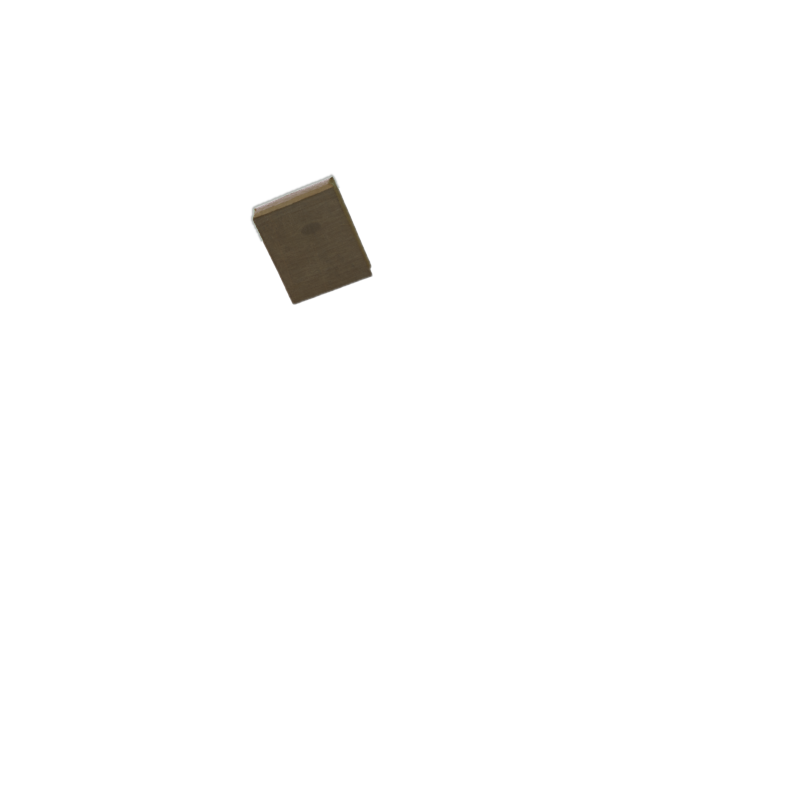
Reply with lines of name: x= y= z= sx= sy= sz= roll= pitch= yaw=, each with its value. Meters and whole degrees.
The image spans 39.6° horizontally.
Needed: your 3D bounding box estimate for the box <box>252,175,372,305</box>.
box: x=-0.072 y=-0.132 z=0.923 sx=0.073 sy=0.084 sz=0.032 roll=-21 pitch=23 yaw=9
